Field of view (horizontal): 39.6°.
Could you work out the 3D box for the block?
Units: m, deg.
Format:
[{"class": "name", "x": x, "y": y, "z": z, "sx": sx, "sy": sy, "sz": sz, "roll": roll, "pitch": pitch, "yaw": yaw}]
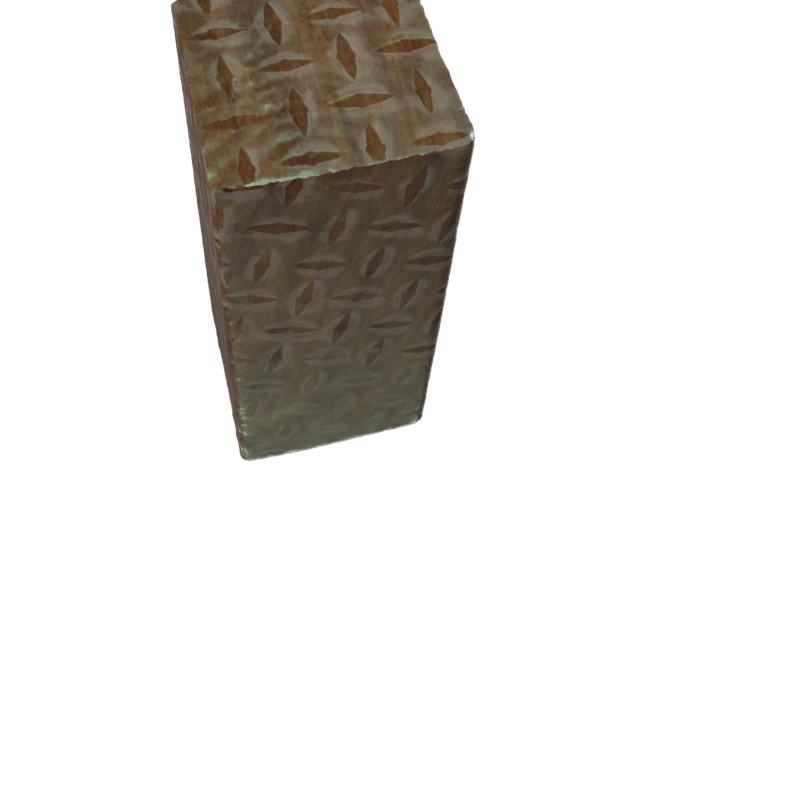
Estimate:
[{"class": "block", "x": -0.035, "y": -0.066, "z": 0.459, "sx": 0.089, "sy": 0.097, "sz": 0.193, "roll": -11, "pitch": -29, "yaw": -10}]
